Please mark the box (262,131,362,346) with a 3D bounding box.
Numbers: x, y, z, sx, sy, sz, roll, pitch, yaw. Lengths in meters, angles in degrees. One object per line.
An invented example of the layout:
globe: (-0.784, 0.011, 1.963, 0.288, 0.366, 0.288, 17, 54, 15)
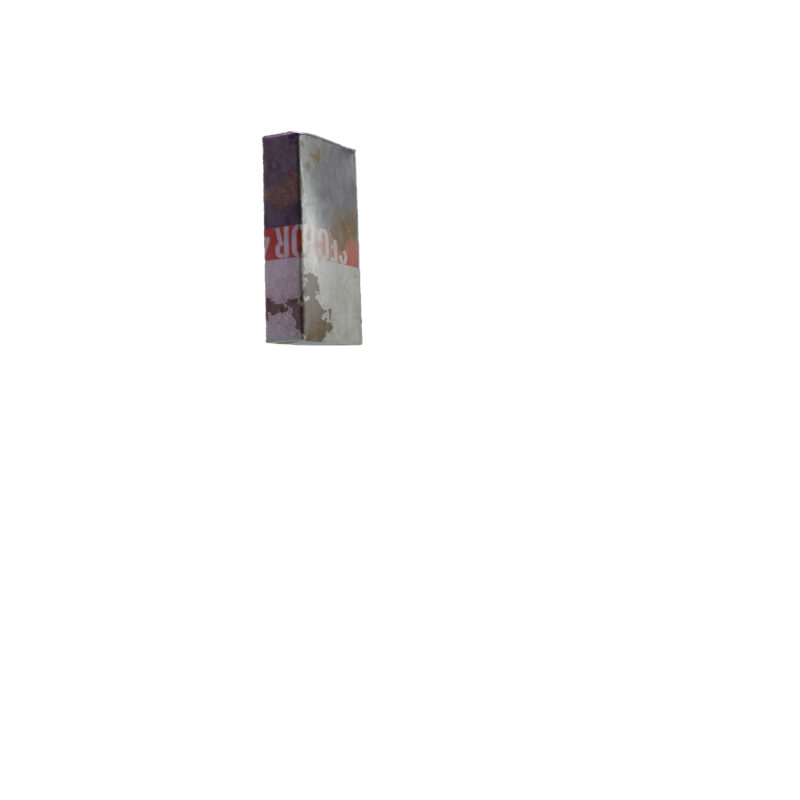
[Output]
box: (-0.074, -0.135, 0.948, 0.049, 0.179, 0.089, -5, -7, 32)
